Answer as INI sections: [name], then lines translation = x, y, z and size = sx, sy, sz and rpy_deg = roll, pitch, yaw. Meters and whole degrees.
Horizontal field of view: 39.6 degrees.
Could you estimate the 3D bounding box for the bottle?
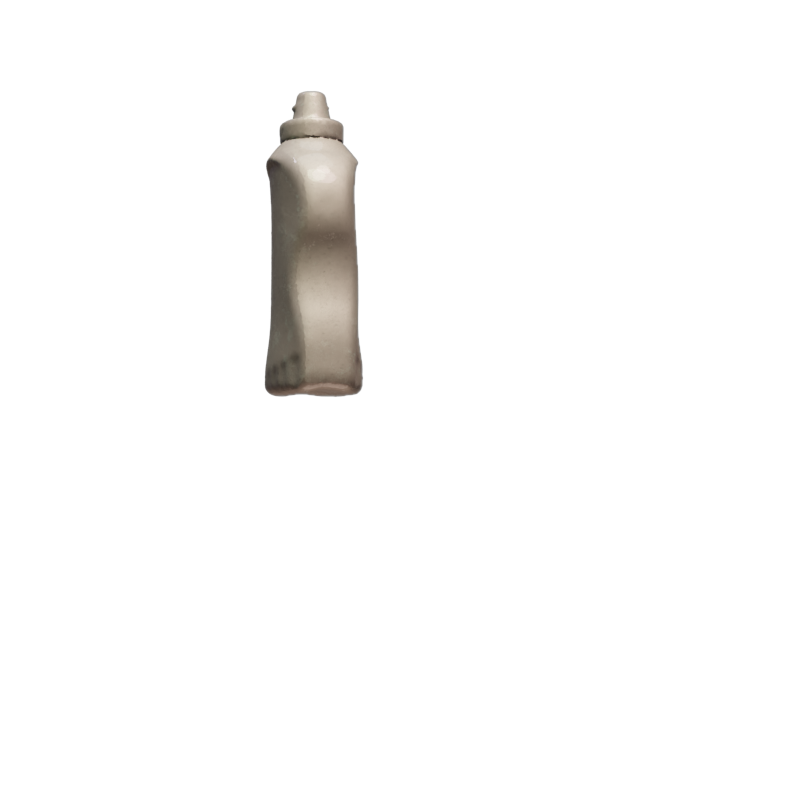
[bottle]
translation = -0.055, -0.099, 0.696
size = 0.057, 0.196, 0.095
rpy_deg = 1, -8, -12
